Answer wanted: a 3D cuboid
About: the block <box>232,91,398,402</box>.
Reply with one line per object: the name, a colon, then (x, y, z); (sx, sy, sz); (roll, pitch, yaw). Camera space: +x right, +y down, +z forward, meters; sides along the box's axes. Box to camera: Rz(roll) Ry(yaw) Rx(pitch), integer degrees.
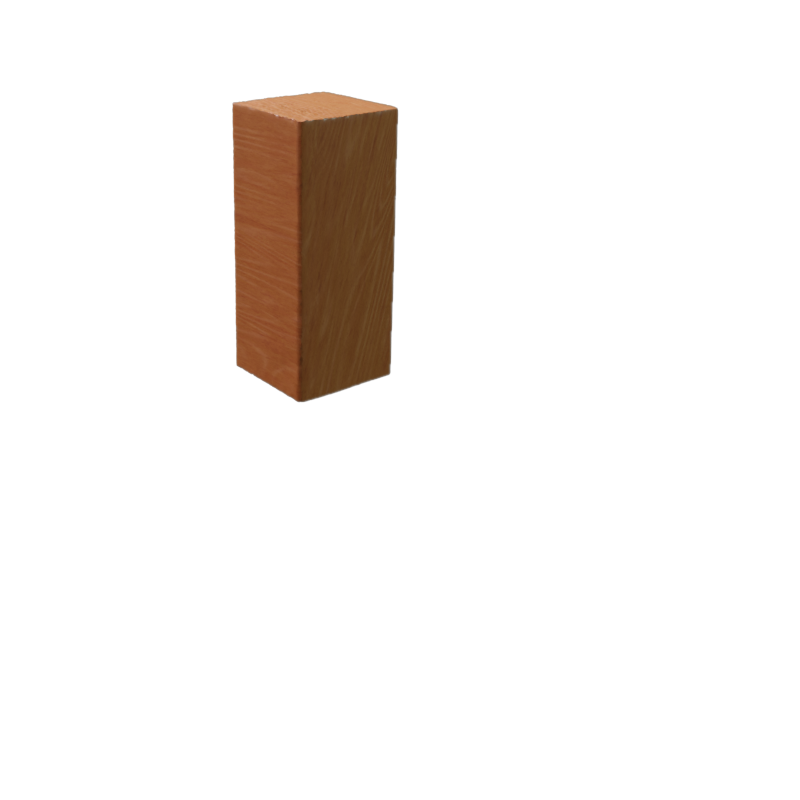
block: (-0.064, -0.118, 0.825); (0.088, 0.198, 0.096); (-13, 23, -37)
